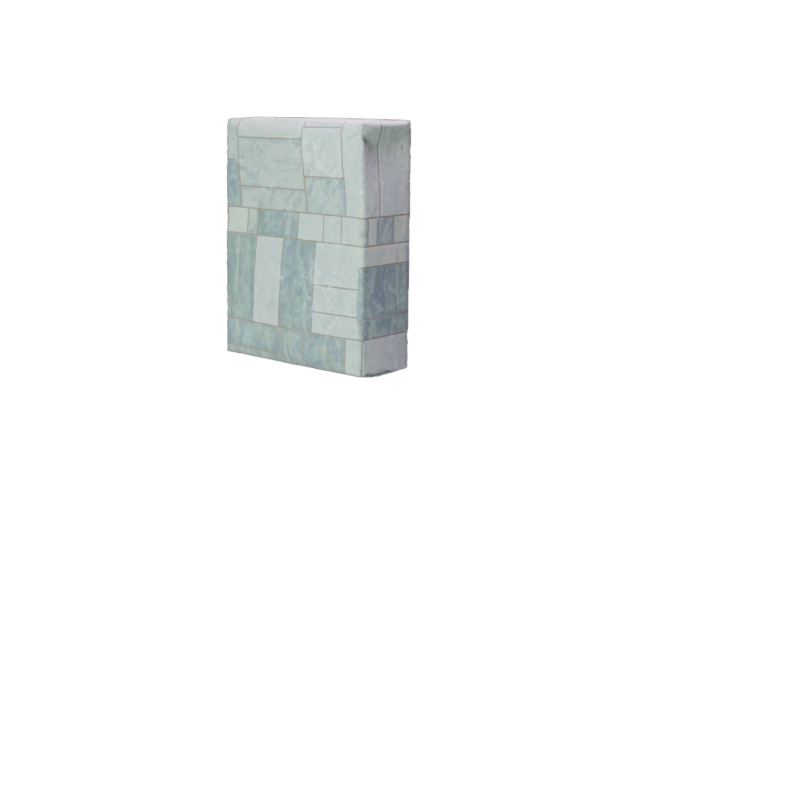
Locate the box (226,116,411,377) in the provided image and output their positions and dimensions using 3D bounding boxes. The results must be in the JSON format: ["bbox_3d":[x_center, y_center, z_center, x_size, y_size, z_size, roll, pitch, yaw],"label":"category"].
[{"bbox_3d":[-0.075,-0.138,0.963,0.172,0.209,0.070,10,12,40],"label":"box"}]
